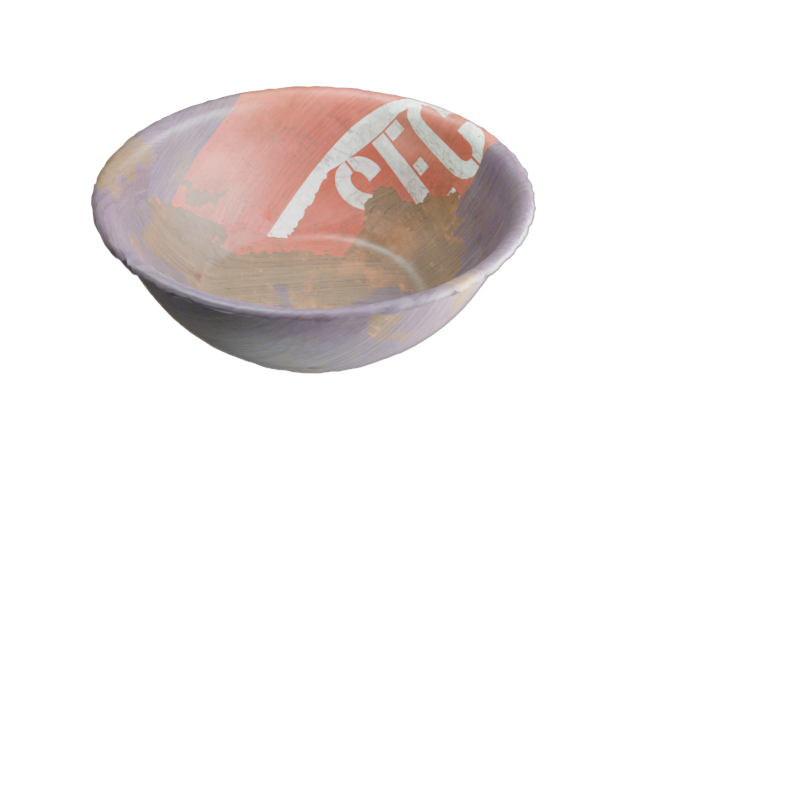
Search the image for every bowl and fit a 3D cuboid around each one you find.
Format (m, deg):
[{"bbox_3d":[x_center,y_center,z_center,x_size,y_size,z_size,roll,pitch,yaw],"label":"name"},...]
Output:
[{"bbox_3d":[-0.033,-0.060,0.422,0.162,0.051,0.174,-1,38,-2],"label":"bowl"}]
